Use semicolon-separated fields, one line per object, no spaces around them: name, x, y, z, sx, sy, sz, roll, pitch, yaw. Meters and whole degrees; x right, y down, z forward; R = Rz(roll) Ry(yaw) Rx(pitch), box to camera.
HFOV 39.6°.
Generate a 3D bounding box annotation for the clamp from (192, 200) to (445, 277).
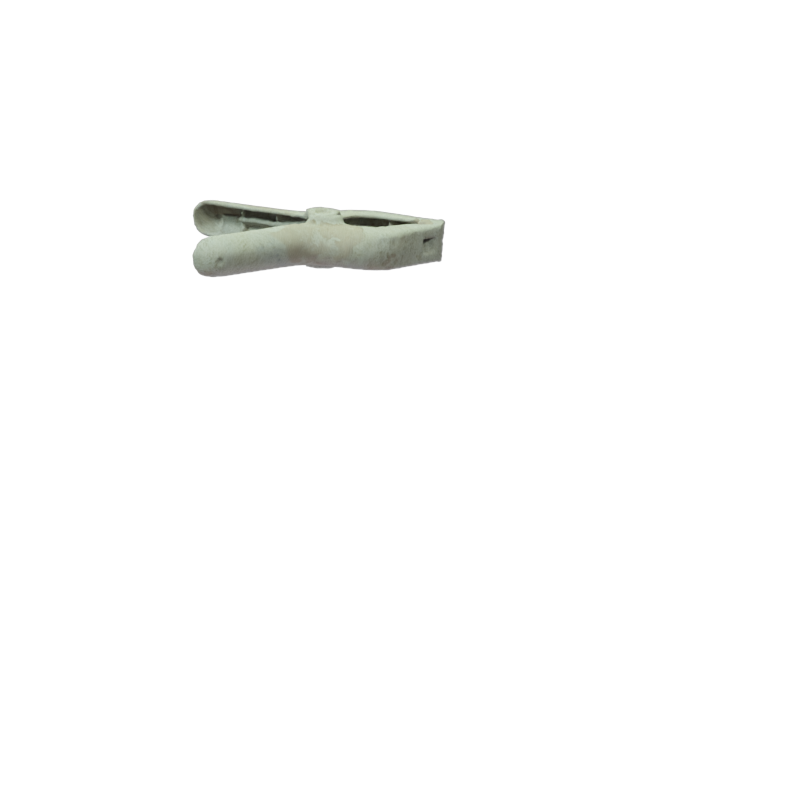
clamp;-0.056;-0.102;0.714;0.172;0.037;0.126;1;27;1
